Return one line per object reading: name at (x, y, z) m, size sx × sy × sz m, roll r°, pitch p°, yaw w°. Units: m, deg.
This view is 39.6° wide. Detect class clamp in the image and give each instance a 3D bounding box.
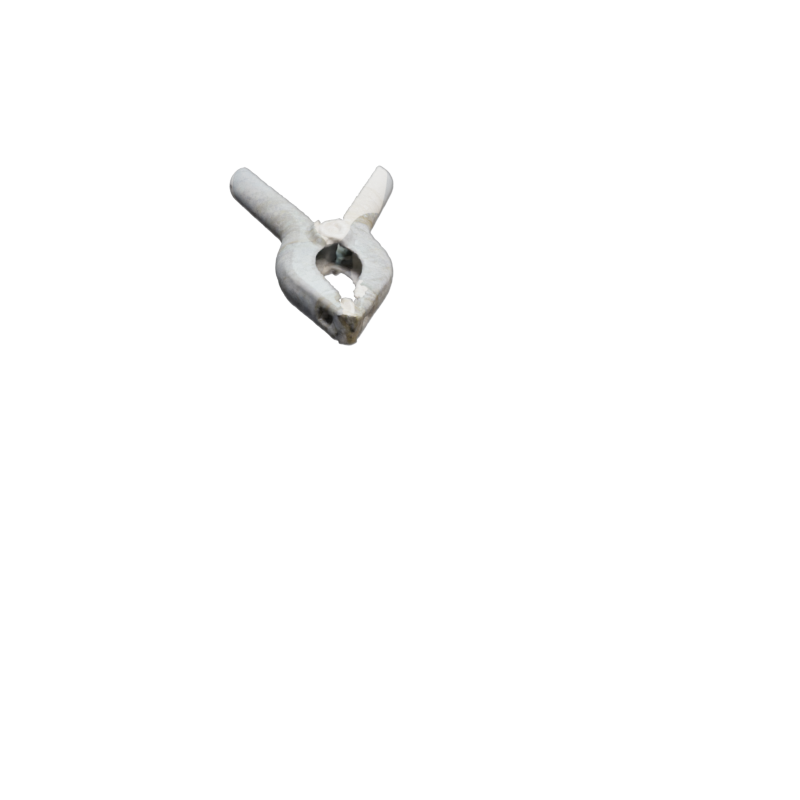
clamp at (-0.060, -0.109, 0.764) m, size 0.120 × 0.037 × 0.184 m, roll -2°, pitch 43°, yaw -2°
